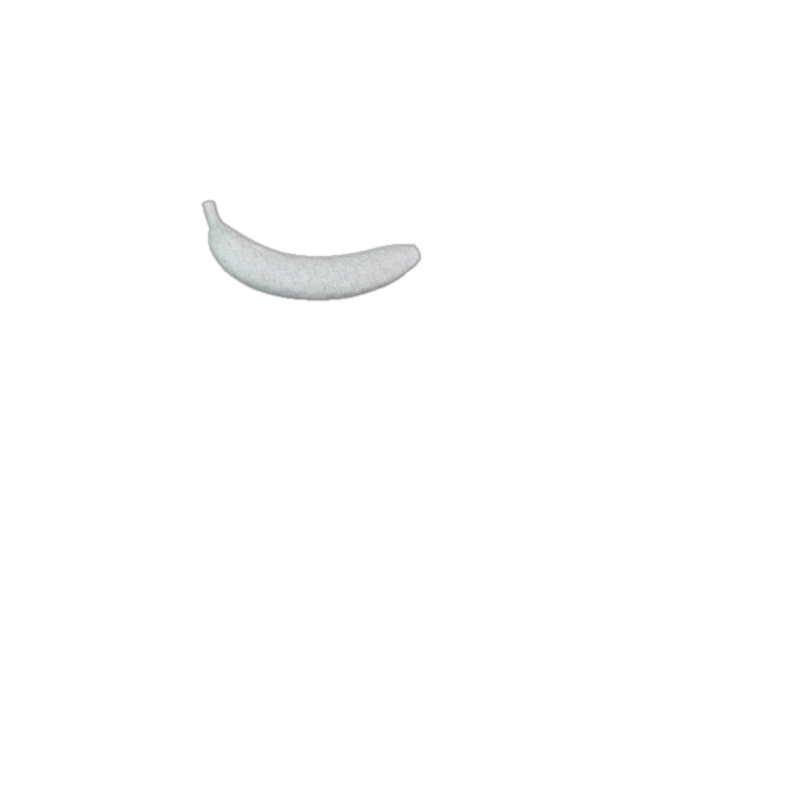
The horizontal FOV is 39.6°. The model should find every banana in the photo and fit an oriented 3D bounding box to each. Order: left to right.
[{"bbox_3d":[-0.084,-0.121,0.970,0.198,0.070,0.037,13,1,0],"label":"banana"}]
